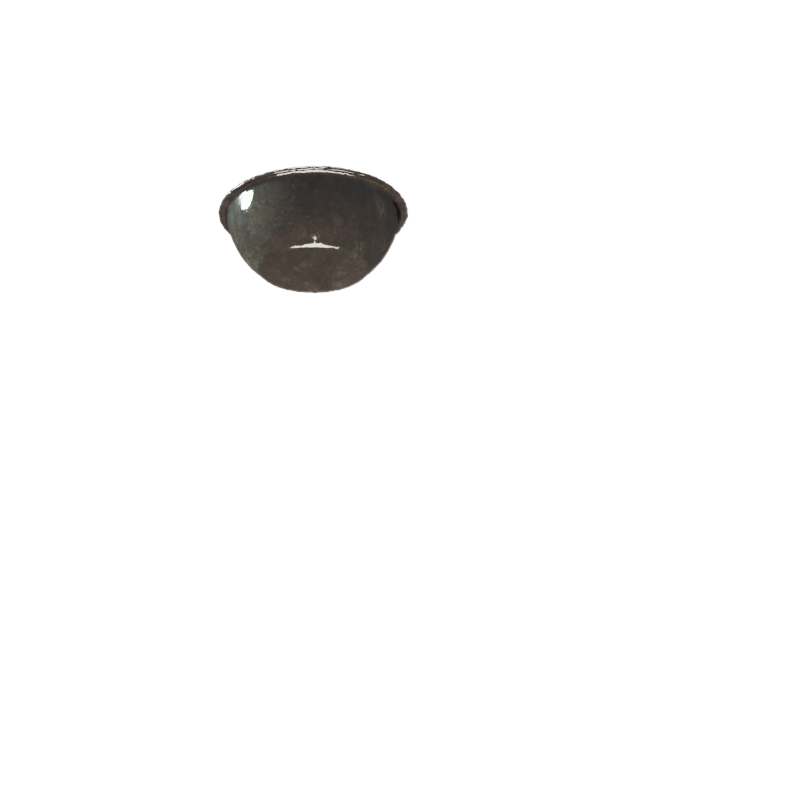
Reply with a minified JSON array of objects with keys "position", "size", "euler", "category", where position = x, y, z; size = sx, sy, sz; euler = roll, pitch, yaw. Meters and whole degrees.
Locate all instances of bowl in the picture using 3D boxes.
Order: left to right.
[{"position":[-0.073,-0.134,0.937],"size":[0.162,0.058,0.154],"euler":[1,-21,-2],"category":"bowl"}]
